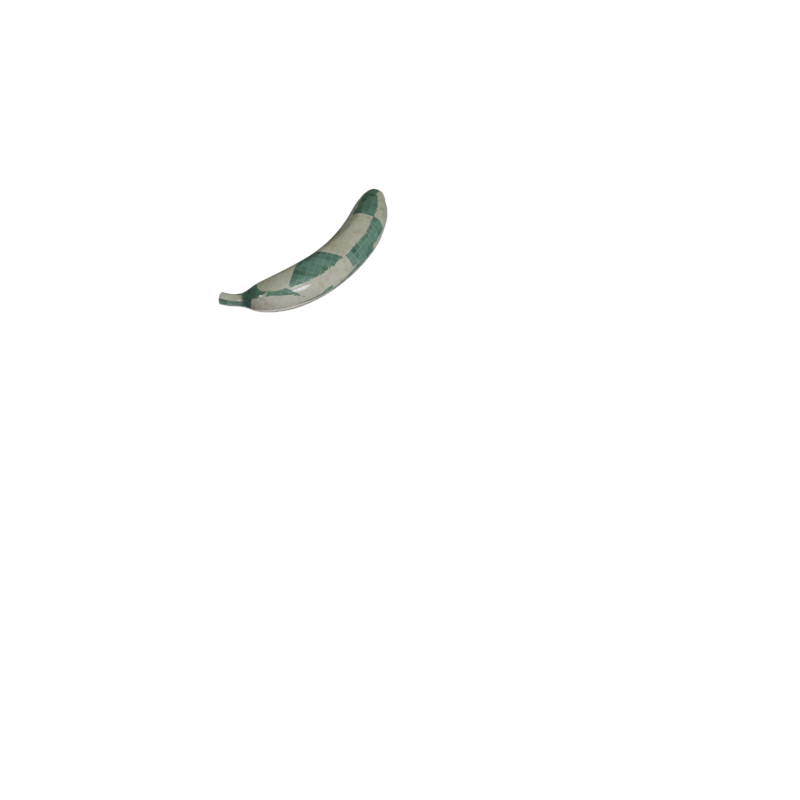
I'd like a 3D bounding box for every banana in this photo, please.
[{"bbox_3d":[-0.067,-0.130,0.985,0.074,0.034,0.199,35,57,27],"label":"banana"}]
